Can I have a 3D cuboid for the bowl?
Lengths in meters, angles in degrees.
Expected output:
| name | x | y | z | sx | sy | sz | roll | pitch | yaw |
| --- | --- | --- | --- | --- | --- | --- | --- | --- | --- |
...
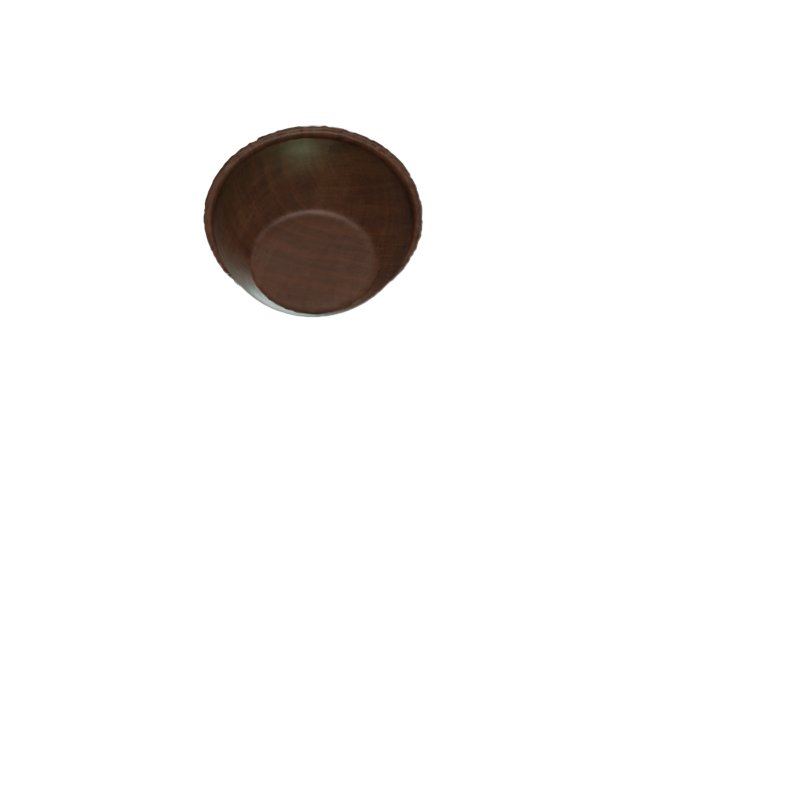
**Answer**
| name | x | y | z | sx | sy | sz | roll | pitch | yaw |
| --- | --- | --- | --- | --- | --- | --- | --- | --- | --- |
| bowl | -0.062 | -0.114 | 0.795 | 0.162 | 0.151 | 0.059 | 1 | 38 | -1 |
